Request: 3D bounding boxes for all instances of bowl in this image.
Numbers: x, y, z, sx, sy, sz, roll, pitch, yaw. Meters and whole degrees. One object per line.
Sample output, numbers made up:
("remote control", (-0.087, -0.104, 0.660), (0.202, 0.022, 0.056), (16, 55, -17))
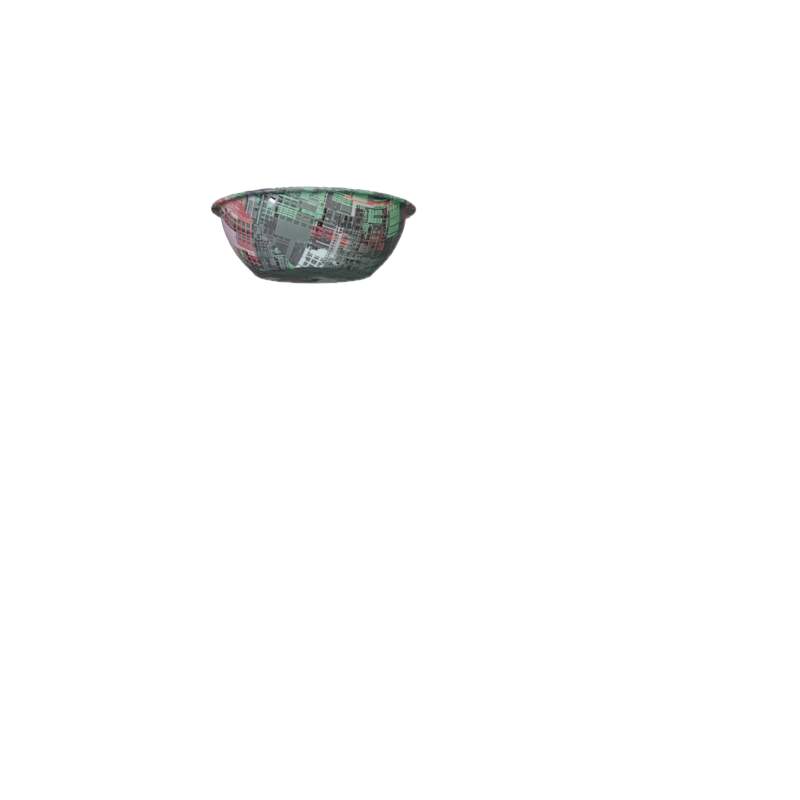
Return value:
("bowl", (-0.068, -0.124, 0.869), (0.162, 0.056, 0.160), (0, -3, -2))
